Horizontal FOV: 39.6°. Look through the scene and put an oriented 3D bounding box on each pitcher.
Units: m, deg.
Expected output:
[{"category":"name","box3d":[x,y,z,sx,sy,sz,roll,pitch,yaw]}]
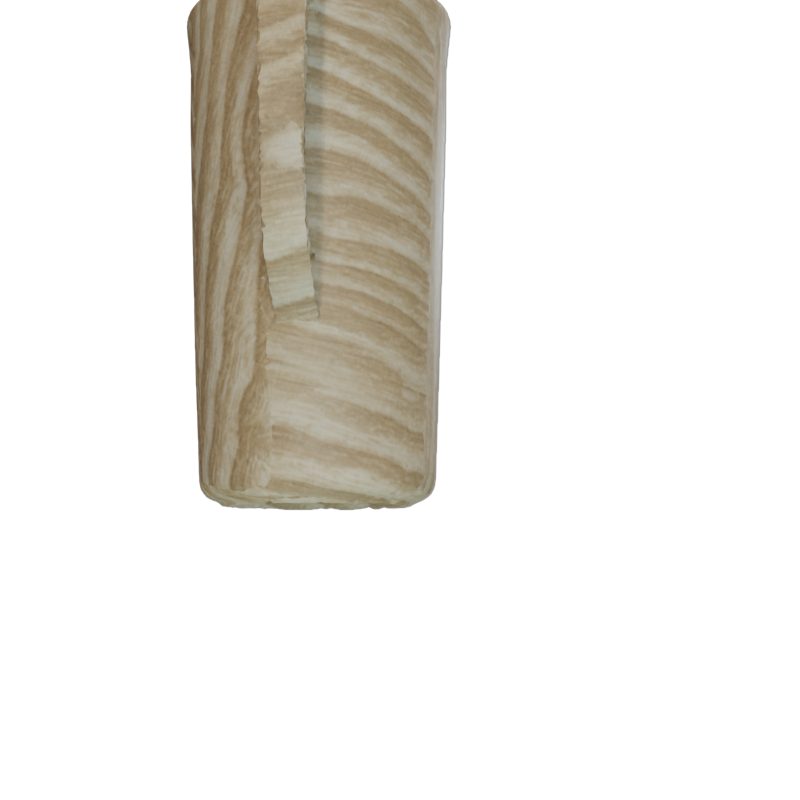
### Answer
[{"category":"pitcher","box3d":[-0.041,-0.075,0.524,0.142,0.252,0.147,10,-17,-39]}]
